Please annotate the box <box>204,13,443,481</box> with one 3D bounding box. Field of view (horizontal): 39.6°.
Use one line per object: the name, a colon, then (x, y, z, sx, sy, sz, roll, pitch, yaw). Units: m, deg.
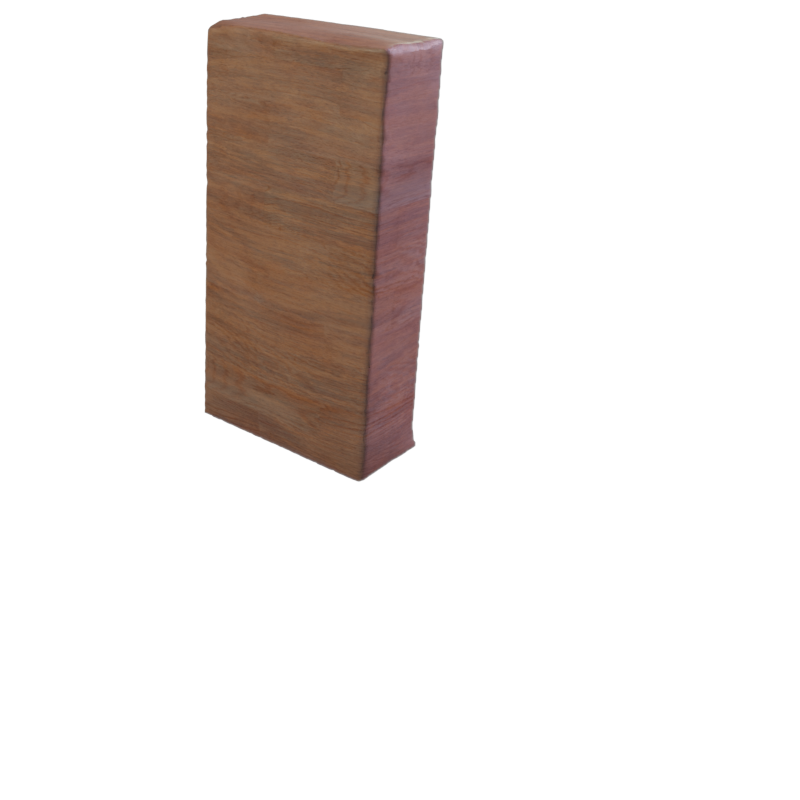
box: (-0.036, -0.065, 0.458, 0.099, 0.168, 0.048, 18, 26, 34)
